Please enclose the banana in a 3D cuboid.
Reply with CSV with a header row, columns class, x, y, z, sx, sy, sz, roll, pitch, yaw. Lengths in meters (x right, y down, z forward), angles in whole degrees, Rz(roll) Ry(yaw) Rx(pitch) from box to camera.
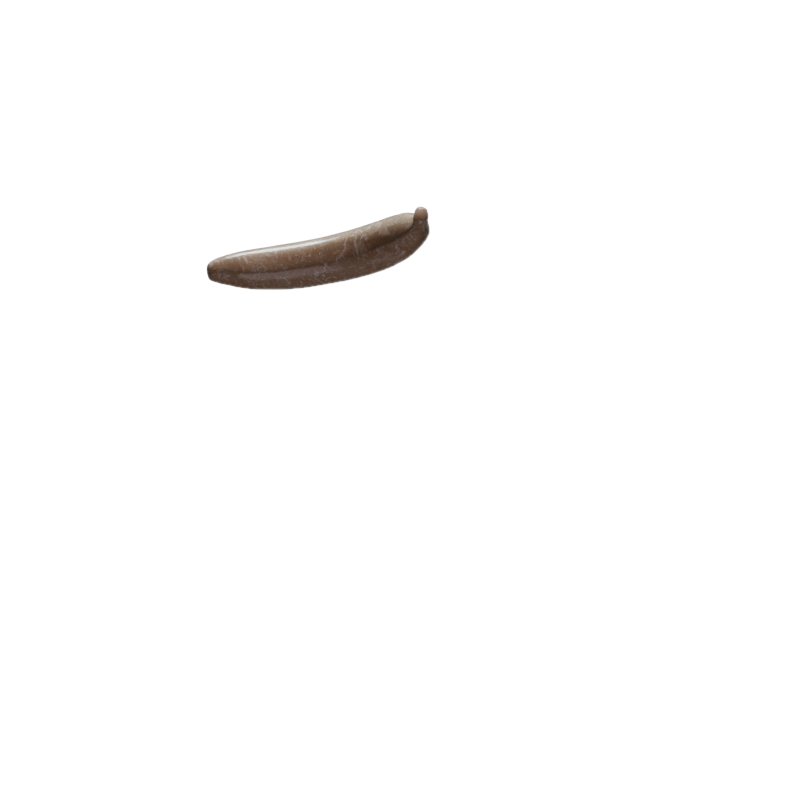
class,x,y,z,sx,sy,sz,roll,pitch,yaw
banana,-0.055,-0.117,0.868,0.201,0.039,0.065,-12,-27,27
